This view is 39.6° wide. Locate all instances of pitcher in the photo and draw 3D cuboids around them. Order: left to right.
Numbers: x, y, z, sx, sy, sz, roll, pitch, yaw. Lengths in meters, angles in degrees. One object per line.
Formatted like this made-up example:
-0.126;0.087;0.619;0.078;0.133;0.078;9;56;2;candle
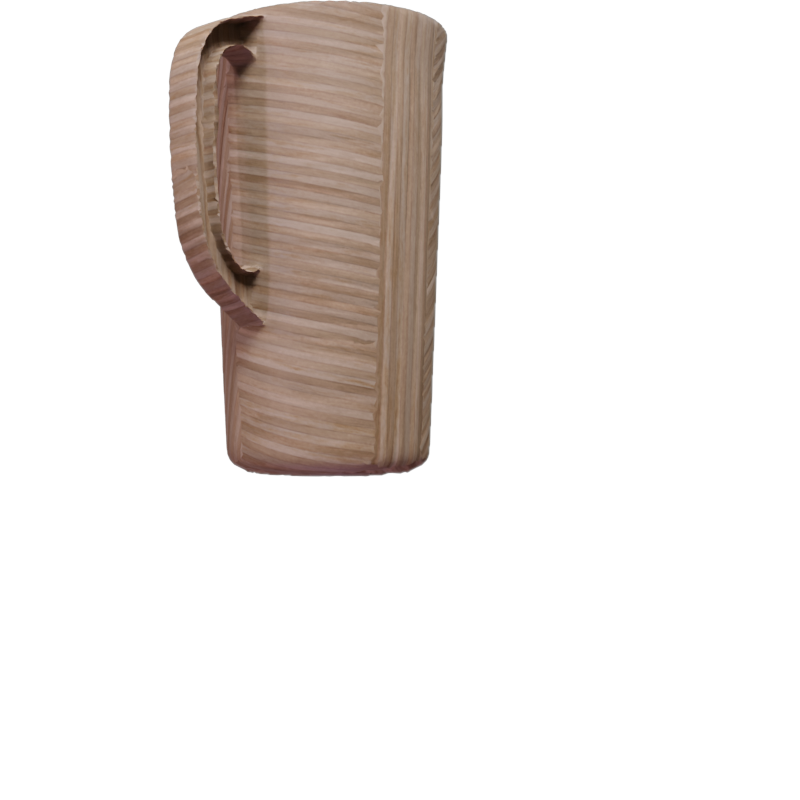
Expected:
-0.047;-0.085;0.596;0.148;0.247;0.144;0;-6;-6;pitcher
